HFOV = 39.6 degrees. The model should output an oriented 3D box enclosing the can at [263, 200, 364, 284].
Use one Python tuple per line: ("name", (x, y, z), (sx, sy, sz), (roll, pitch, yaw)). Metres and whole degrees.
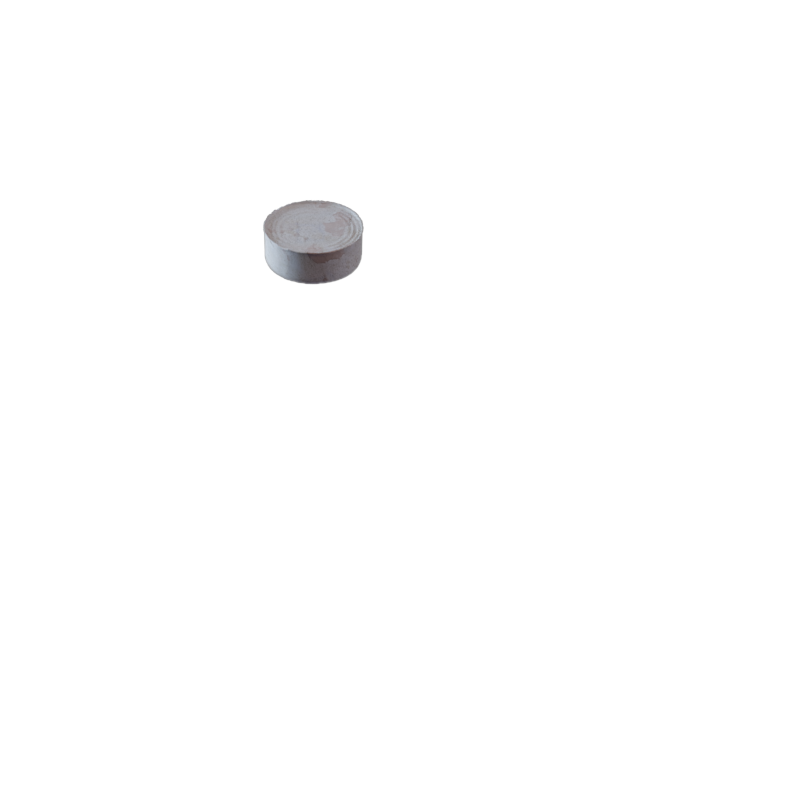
("can", (-0.075, -0.136, 0.952), (0.086, 0.031, 0.092), (-1, 38, -2))
